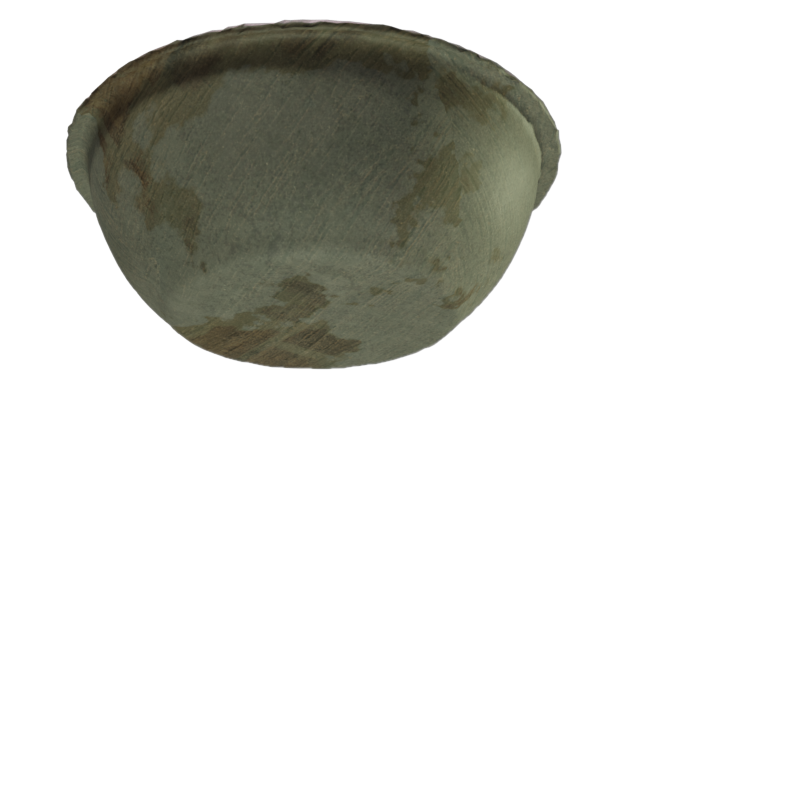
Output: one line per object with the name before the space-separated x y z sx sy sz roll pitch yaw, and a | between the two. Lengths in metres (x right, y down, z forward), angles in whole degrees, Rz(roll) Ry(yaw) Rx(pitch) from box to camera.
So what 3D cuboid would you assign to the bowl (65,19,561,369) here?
bowl | -0.028 -0.051 0.357 0.162 0.058 0.154 1 -20 -2
